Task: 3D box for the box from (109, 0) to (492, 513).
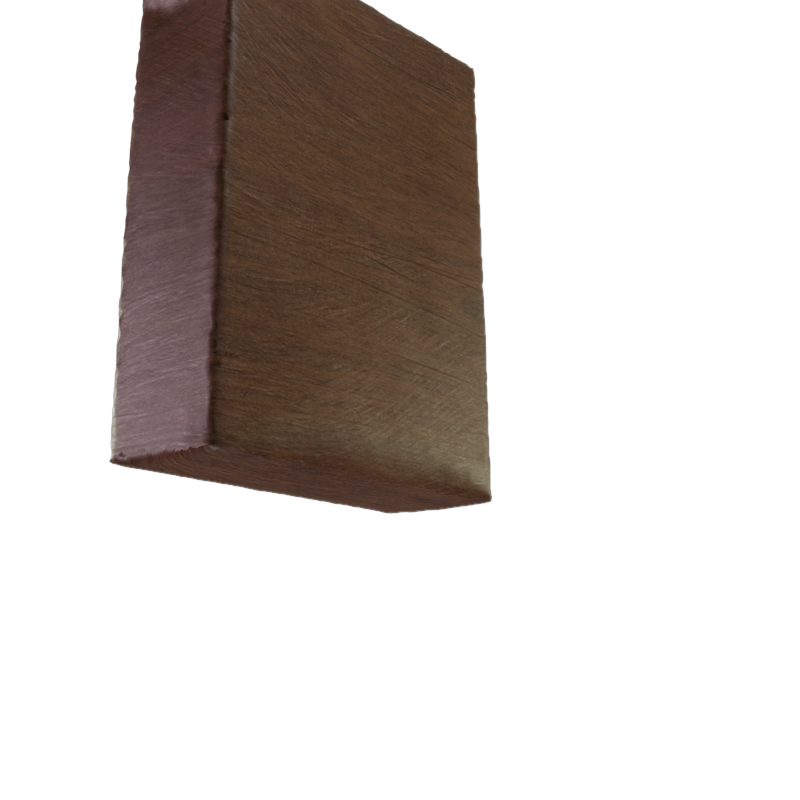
[{"bbox_3d":[-0.037,-0.068,0.479,0.073,0.224,0.154,-18,-25,39],"label":"box"}]
